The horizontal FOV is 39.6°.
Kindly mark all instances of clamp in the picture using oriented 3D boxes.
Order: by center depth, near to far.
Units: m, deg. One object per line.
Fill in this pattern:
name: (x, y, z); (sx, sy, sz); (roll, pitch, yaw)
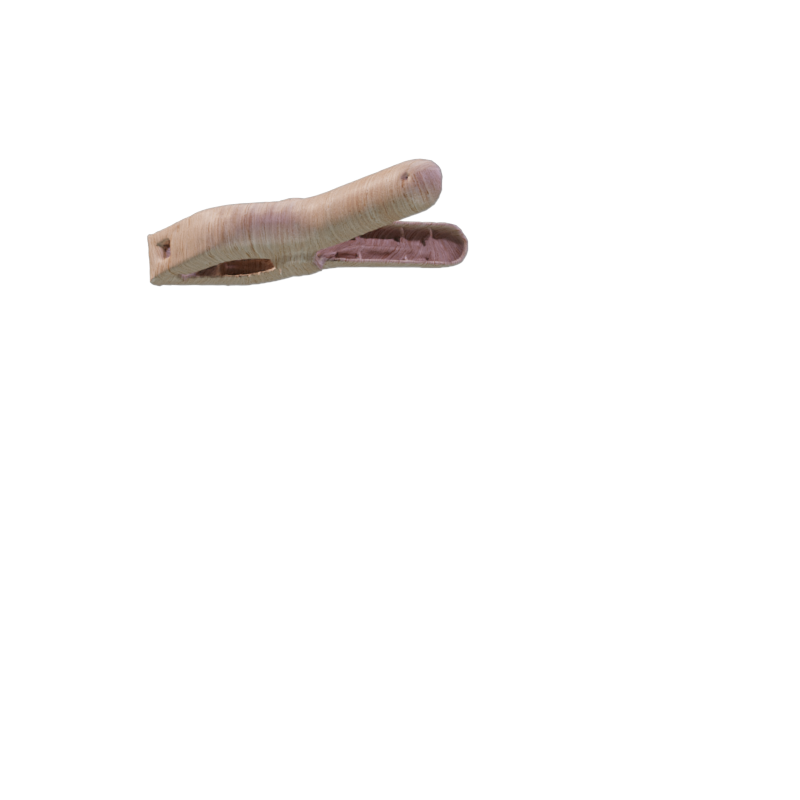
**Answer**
clamp: (-0.046, -0.084, 0.585); (0.175, 0.041, 0.113); (-6, -17, 20)
